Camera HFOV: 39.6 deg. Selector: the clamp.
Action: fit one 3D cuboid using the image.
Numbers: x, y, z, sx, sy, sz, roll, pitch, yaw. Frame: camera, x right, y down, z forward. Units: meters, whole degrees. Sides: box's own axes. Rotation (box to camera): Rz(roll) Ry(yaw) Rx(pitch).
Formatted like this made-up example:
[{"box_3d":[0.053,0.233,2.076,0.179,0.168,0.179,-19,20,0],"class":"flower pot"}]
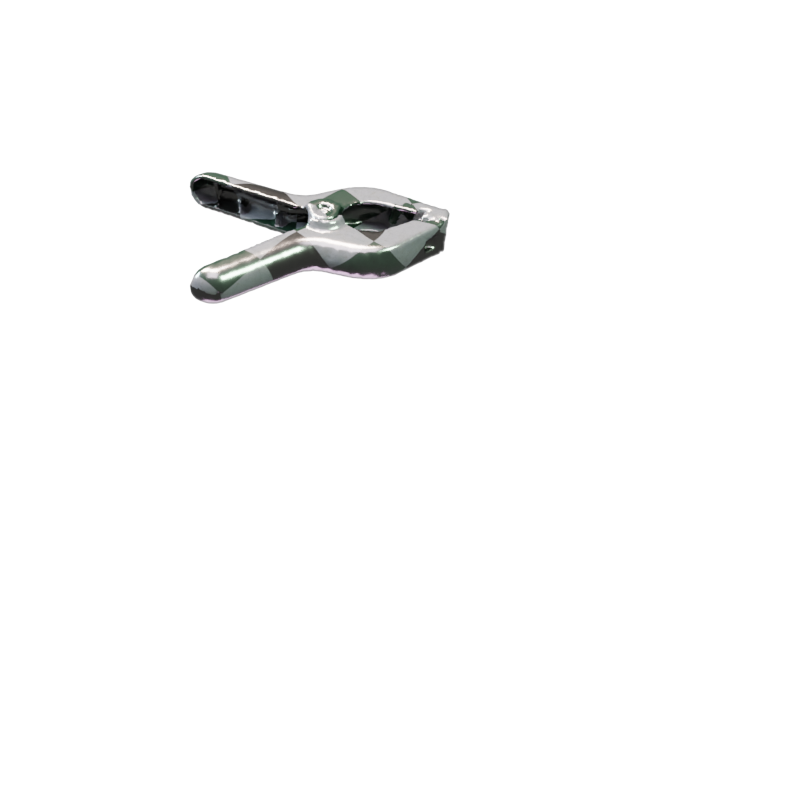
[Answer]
[{"box_3d":[-0.055,-0.100,0.699,0.172,0.128,0.036,2,-43,2],"class":"clamp"}]
